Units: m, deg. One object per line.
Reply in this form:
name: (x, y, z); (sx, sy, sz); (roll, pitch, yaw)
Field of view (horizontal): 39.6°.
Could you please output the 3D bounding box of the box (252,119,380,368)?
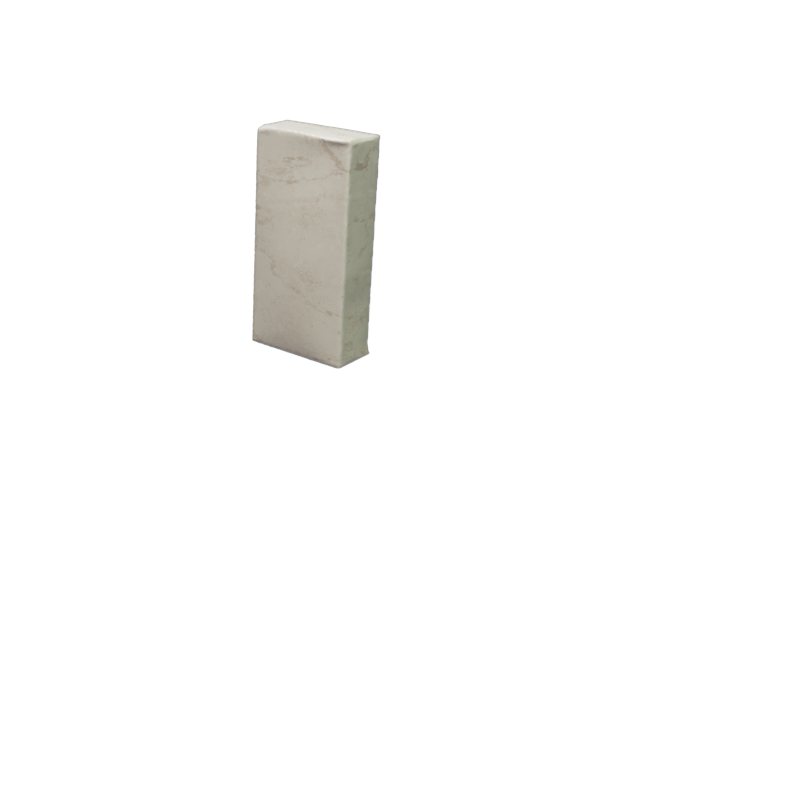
box: (-0.067, -0.122, 0.853); (0.098, 0.169, 0.047); (15, 22, 35)
